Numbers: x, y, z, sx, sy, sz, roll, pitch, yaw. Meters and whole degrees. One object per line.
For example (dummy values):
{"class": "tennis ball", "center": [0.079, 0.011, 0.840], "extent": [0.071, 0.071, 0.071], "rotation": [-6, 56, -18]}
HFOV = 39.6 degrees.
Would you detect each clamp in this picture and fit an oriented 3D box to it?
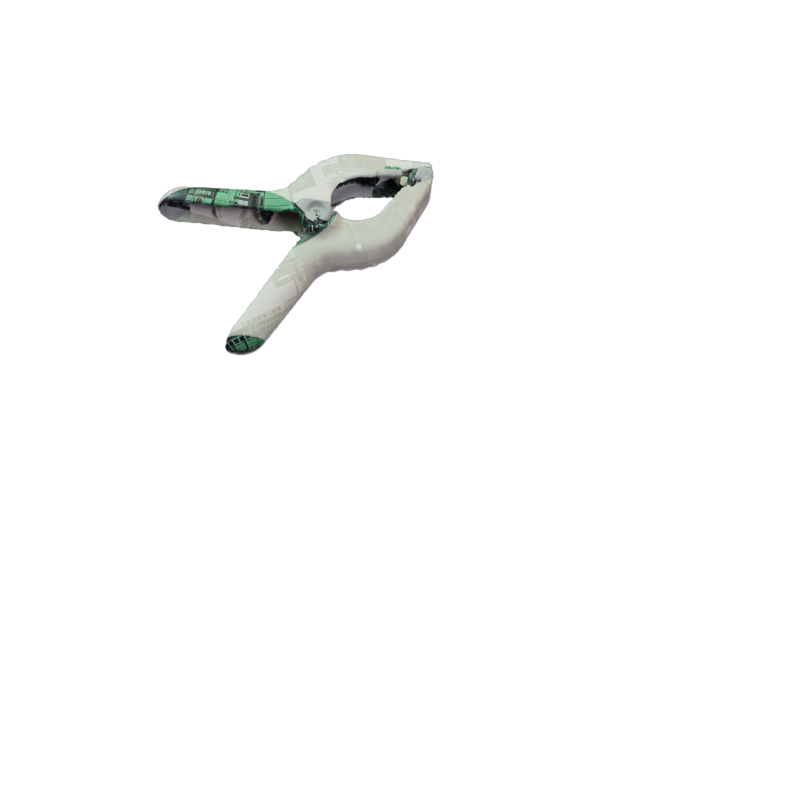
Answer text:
{"class": "clamp", "center": [-0.053, -0.097, 0.679], "extent": [0.170, 0.127, 0.037], "rotation": [-16, -22, -7]}
